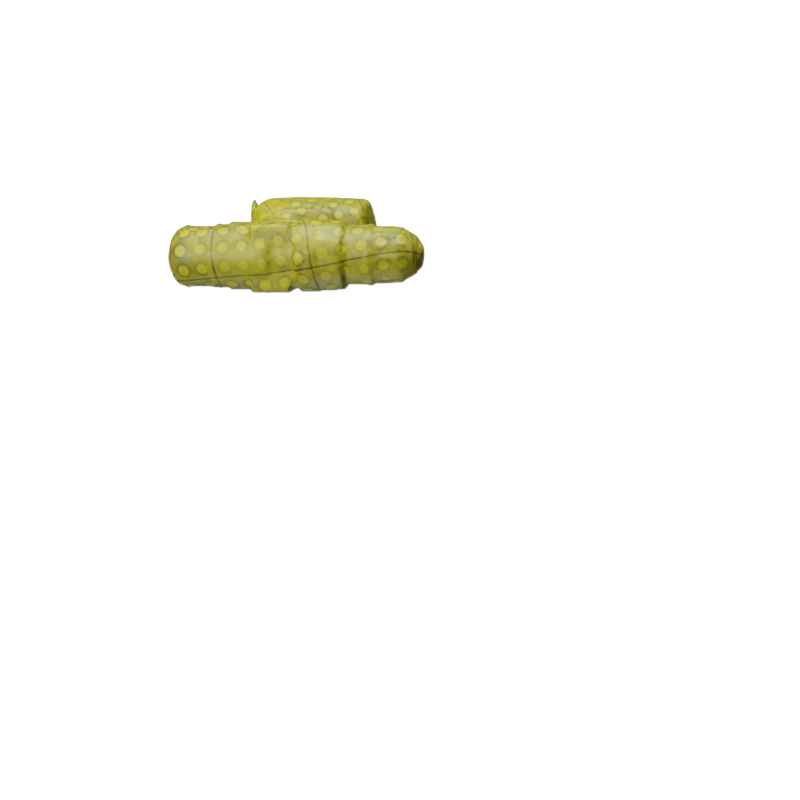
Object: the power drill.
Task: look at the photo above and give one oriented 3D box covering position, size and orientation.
[{"bbox_3d":[-0.067,-0.122,0.858,0.187,0.056,0.190,2,14,9],"label":"power drill"}]
